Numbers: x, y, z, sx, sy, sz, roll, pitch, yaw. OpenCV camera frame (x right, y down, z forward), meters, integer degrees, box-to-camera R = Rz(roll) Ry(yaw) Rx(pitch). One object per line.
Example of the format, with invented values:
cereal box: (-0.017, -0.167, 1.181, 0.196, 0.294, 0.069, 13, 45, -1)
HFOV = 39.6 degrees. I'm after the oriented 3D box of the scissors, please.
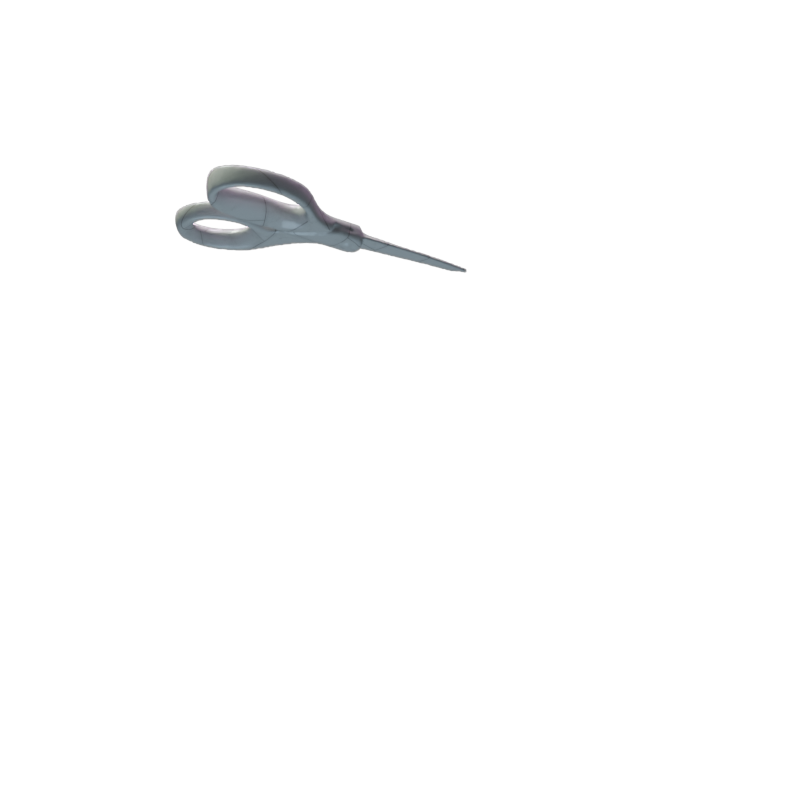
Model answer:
scissors: (-0.054, -0.098, 0.684, 0.098, 0.016, 0.189, -13, -22, 36)
